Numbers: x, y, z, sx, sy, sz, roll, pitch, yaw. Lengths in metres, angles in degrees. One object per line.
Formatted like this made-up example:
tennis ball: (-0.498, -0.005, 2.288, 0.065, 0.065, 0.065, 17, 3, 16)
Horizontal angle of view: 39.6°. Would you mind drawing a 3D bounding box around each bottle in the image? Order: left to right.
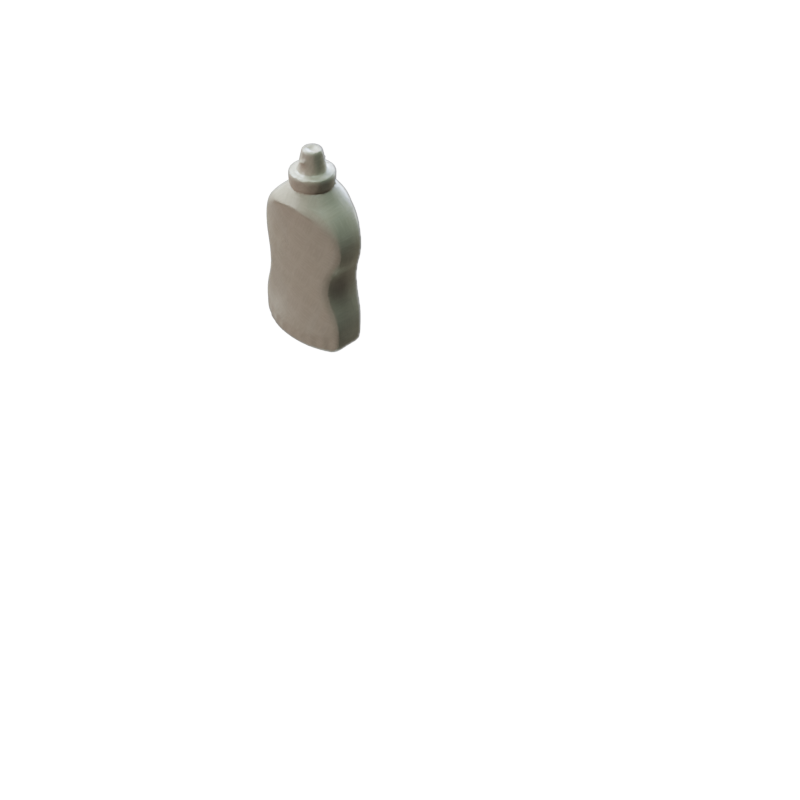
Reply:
bottle: (-0.077, -0.139, 0.978, 0.058, 0.179, 0.103, -28, 48, -34)
